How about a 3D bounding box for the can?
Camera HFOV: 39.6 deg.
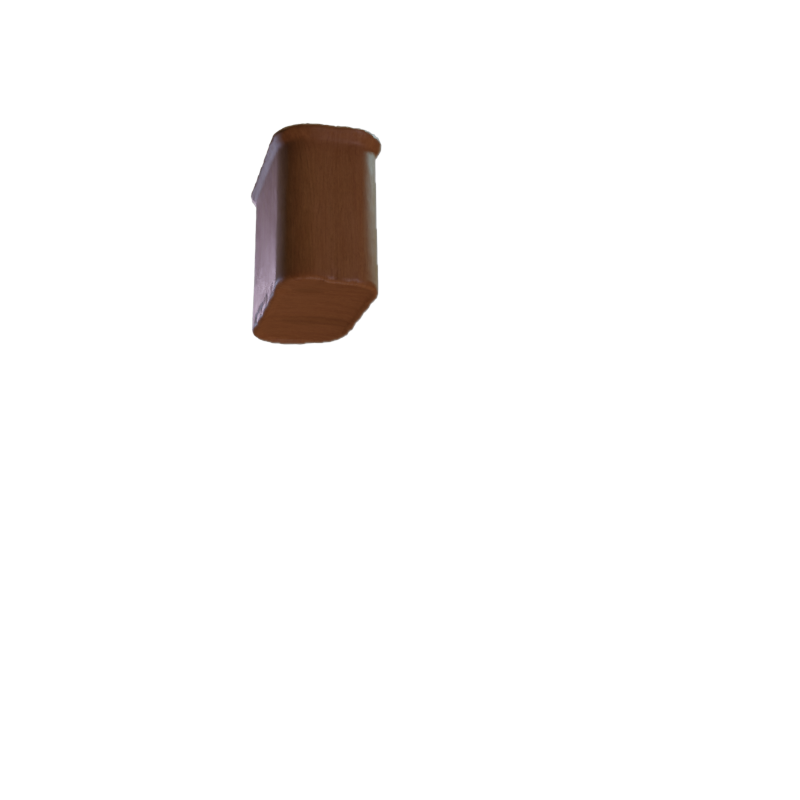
[{"bbox_3d":[-0.046,-0.083,0.581,0.056,0.088,0.099,5,-20,-15],"label":"can"}]
